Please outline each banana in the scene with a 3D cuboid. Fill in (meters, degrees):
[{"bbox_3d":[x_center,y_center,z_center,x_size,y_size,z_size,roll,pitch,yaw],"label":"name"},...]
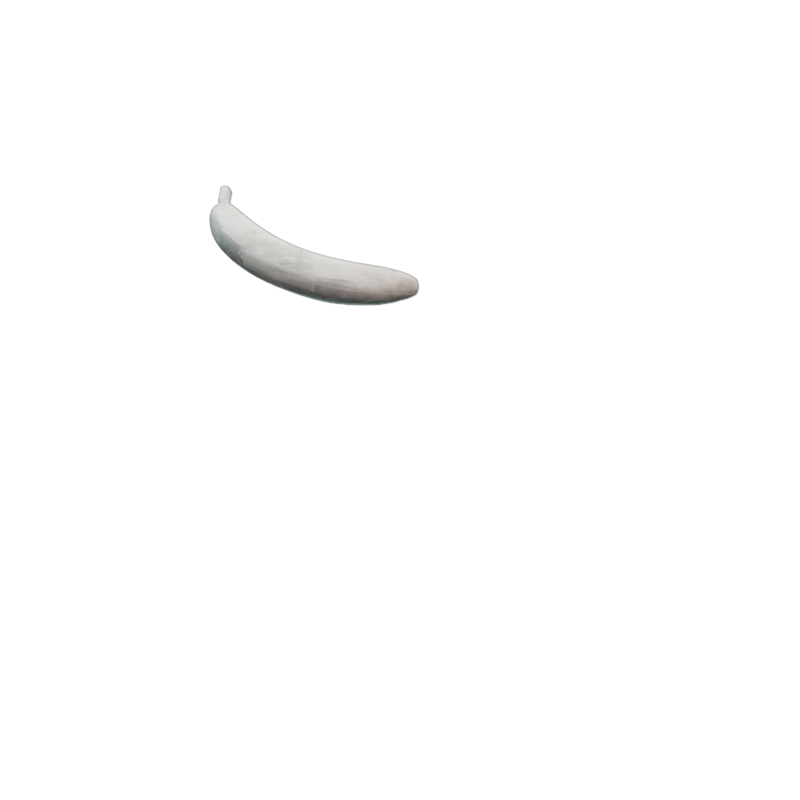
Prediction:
[{"bbox_3d":[-0.084,-0.117,0.898,0.206,0.071,0.034,29,-29,18],"label":"banana"}]
